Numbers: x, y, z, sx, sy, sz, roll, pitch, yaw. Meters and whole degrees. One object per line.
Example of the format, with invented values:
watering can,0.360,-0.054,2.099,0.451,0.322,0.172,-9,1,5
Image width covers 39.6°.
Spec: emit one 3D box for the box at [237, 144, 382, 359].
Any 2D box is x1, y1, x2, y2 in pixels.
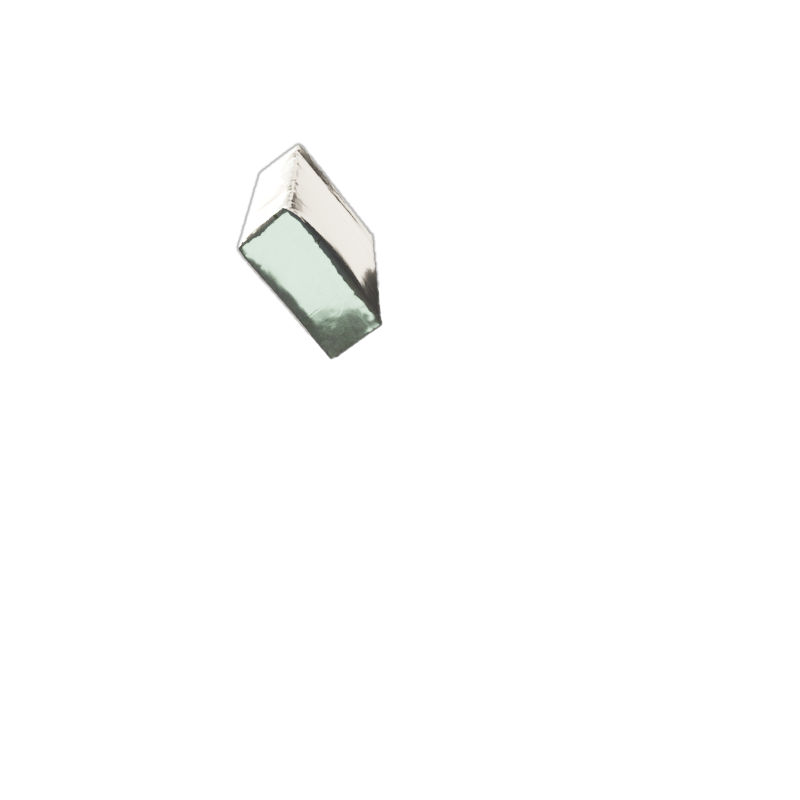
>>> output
box,-0.057,-0.104,0.730,0.048,0.090,0.184,-37,19,10
